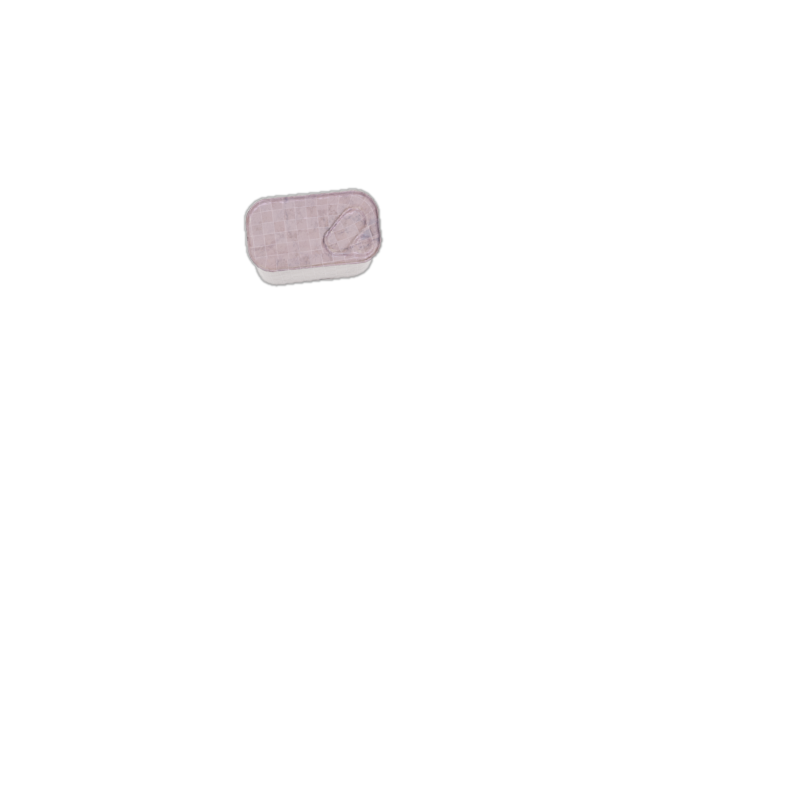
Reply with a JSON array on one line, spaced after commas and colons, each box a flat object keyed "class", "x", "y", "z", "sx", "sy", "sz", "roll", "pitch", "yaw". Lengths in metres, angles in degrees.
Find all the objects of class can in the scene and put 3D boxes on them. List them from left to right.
[{"class": "can", "x": -0.068, "y": -0.125, "z": 0.873, "sx": 0.102, "sy": 0.059, "sz": 0.082, "roll": -6, "pitch": -6, "yaw": -3}]
